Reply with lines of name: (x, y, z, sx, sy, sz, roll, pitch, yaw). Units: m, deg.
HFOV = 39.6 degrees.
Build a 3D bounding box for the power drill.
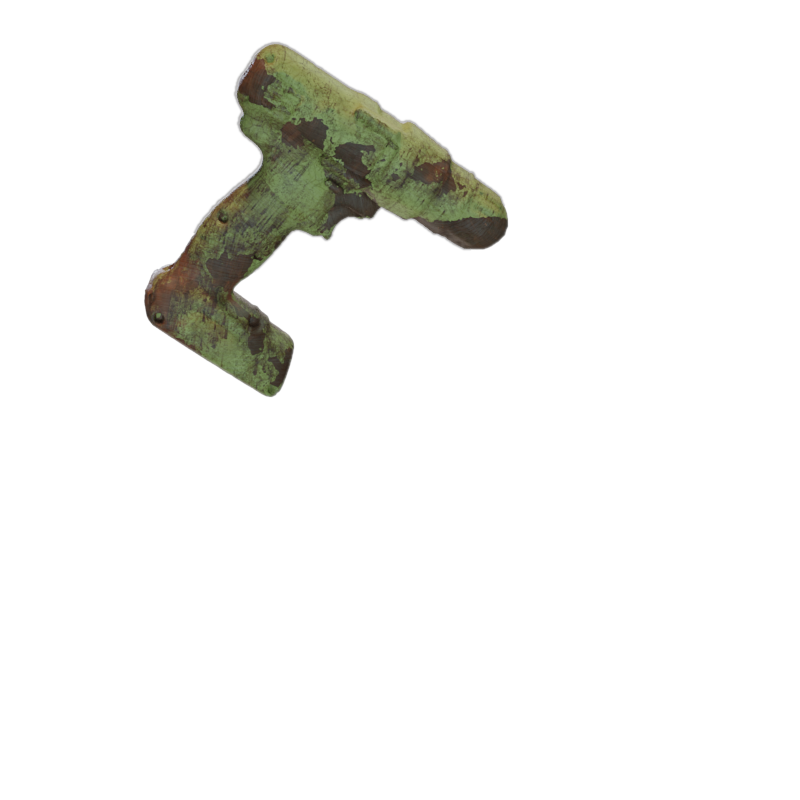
power drill: (-0.053, -0.096, 0.675, 0.180, 0.185, 0.060, 34, 14, -10)
